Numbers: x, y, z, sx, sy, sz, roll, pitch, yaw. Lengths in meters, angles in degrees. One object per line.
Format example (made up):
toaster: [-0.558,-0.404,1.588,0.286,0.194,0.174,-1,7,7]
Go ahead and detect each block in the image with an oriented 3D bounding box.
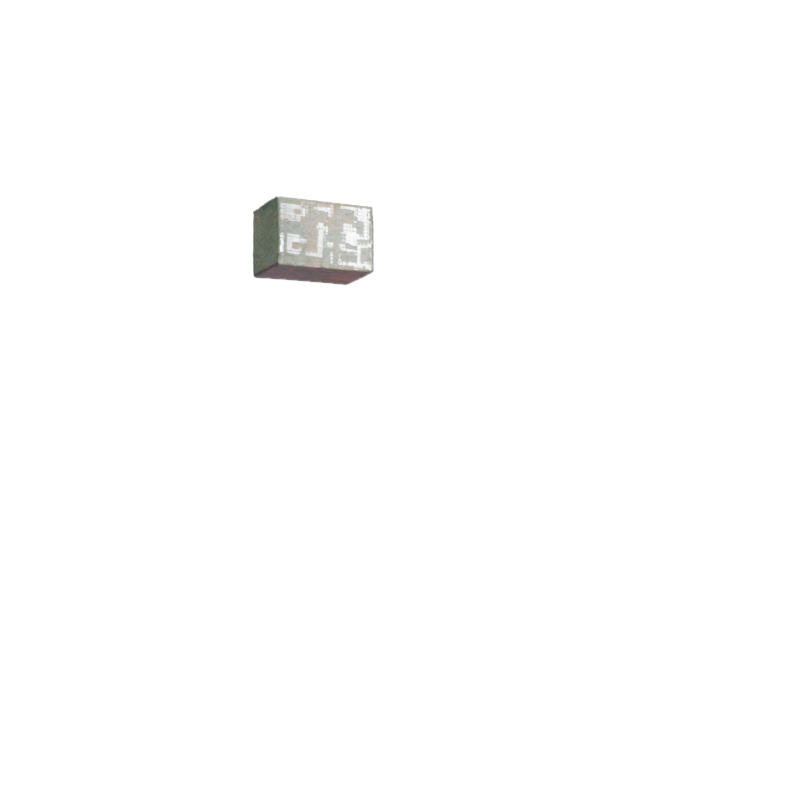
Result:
block: [-0.064,-0.117,0.819,0.075,0.053,0.053,3,-10,-25]
